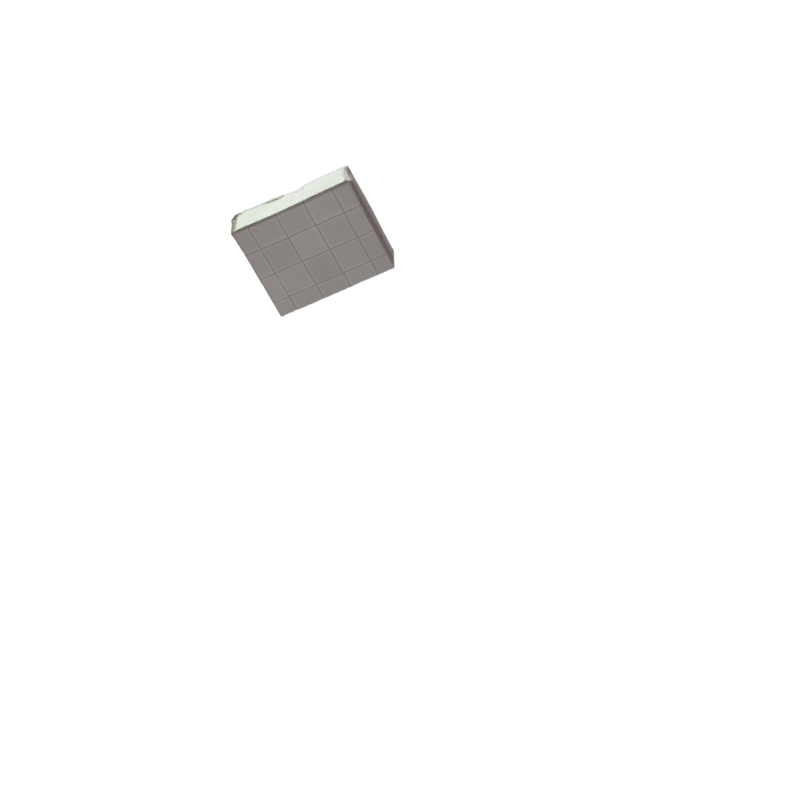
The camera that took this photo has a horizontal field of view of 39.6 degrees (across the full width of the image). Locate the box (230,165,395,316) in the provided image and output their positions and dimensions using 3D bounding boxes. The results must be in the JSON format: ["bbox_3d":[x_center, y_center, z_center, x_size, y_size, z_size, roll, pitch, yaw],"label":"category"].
[{"bbox_3d":[-0.058,-0.106,0.745,0.089,0.068,0.032,-22,30,13],"label":"box"}]
